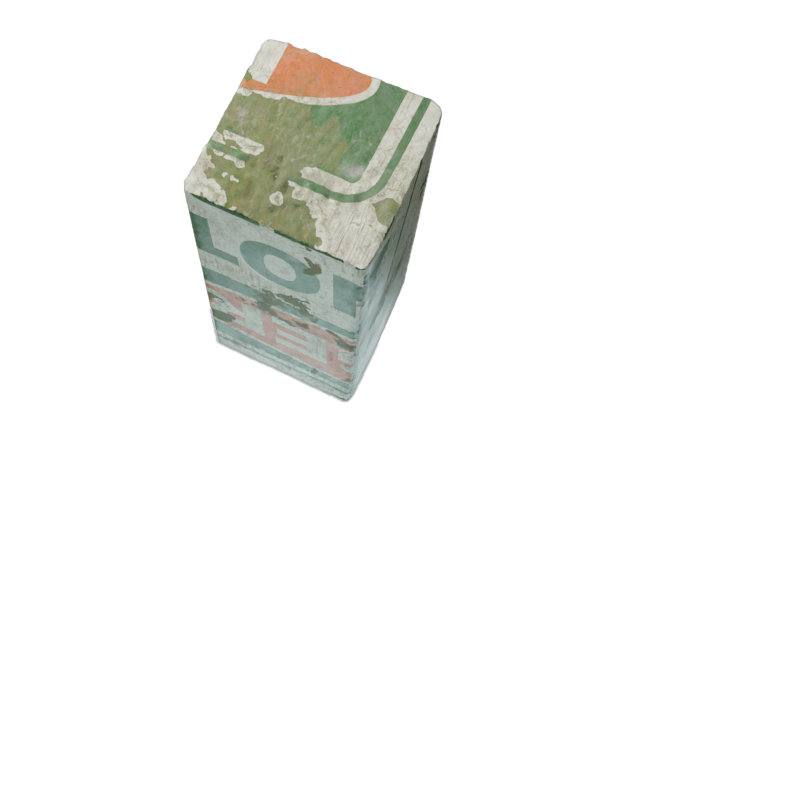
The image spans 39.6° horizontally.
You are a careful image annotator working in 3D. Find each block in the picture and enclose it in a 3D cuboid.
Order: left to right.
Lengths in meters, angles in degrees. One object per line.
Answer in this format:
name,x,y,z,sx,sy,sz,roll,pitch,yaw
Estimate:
block,-0.045,-0.083,0.579,0.092,0.093,0.197,24,-18,4
